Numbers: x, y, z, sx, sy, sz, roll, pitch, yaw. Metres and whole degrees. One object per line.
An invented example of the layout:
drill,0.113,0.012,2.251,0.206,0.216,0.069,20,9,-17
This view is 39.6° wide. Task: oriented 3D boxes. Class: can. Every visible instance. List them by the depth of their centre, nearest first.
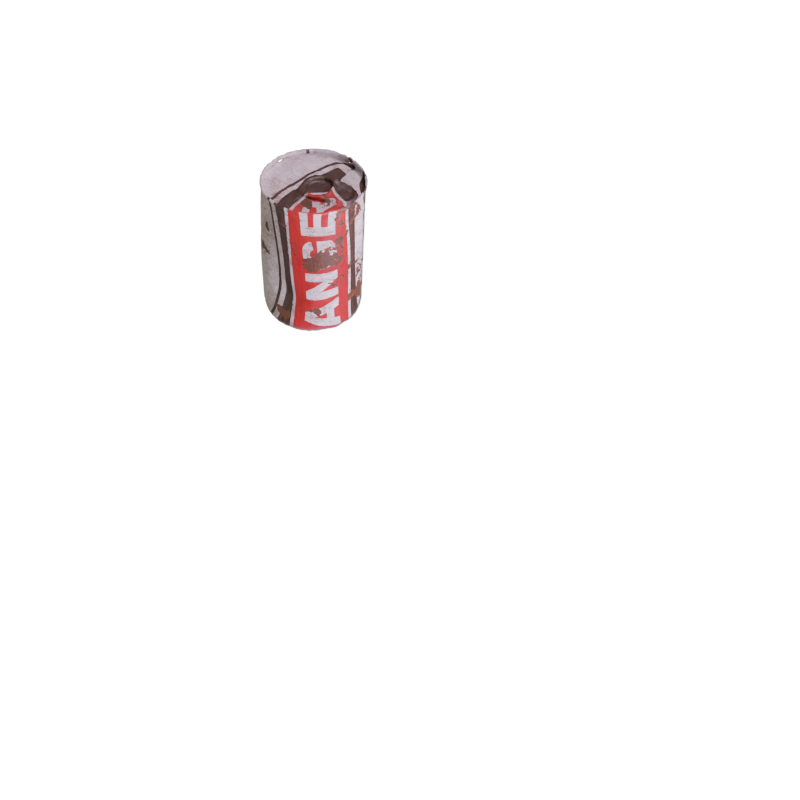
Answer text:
can,-0.057,-0.104,0.726,0.068,0.095,0.074,0,44,-3
